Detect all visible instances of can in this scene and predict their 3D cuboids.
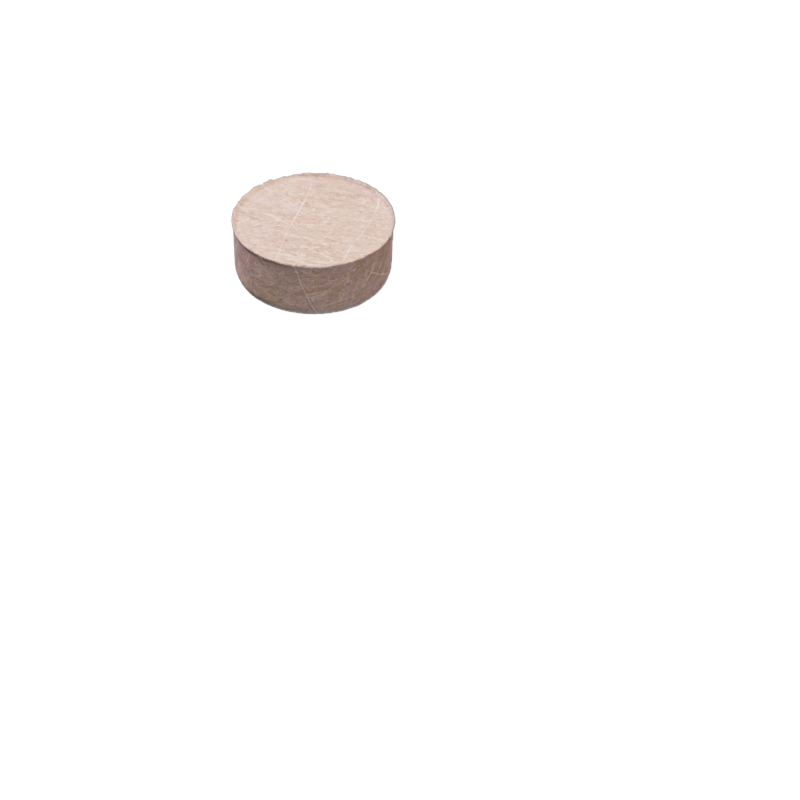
[{"bbox_3d":[-0.046,-0.084,0.589,0.086,0.031,0.092,-1,41,-2],"label":"can"}]
